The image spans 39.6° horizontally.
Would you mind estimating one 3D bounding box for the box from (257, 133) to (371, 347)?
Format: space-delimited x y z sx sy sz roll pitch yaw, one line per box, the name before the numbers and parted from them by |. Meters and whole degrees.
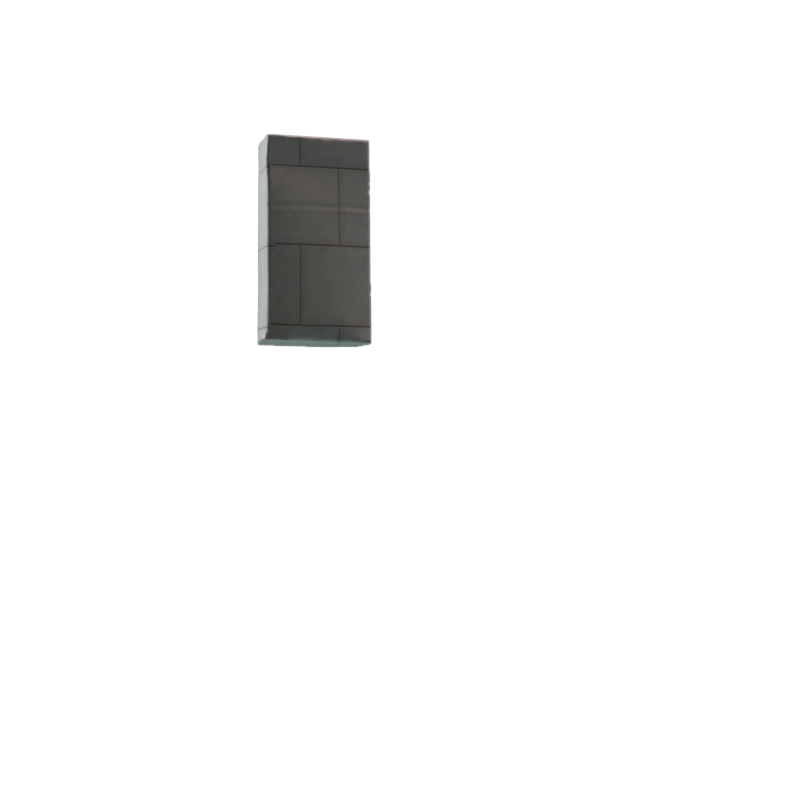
box | -0.074 -0.135 0.944 0.091 0.181 0.048 2 -11 -15
